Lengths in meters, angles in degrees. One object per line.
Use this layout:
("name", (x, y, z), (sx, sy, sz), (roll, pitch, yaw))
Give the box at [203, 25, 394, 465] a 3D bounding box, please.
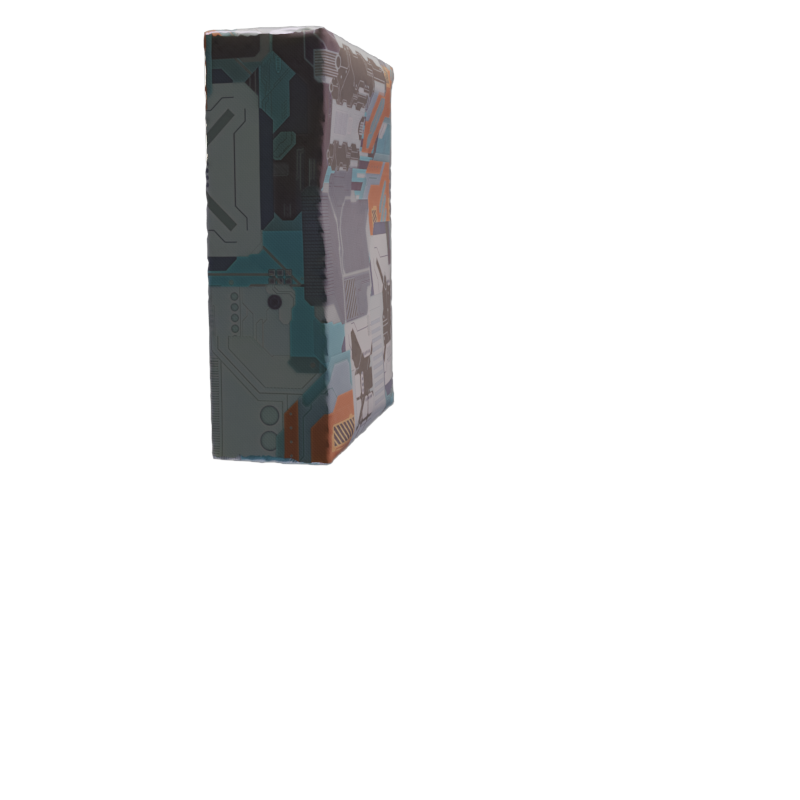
("box", (-0.048, -0.088, 0.614), (0.073, 0.212, 0.163), (1, 5, 12))
